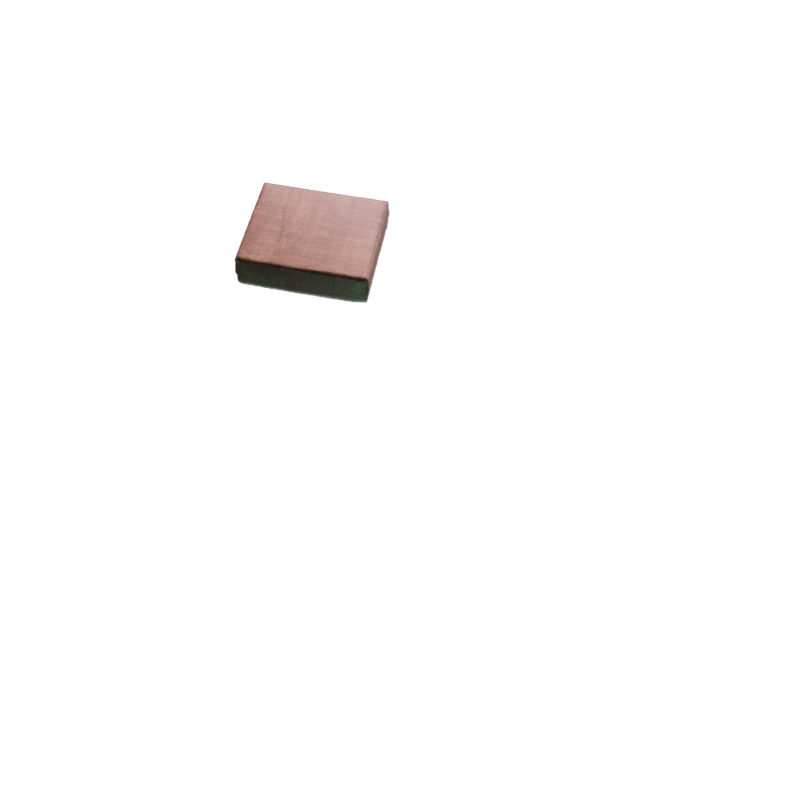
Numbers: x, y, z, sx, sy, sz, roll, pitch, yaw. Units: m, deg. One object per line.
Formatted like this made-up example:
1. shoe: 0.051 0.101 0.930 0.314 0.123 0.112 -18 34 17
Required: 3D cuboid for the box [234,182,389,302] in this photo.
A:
1. box: -0.073 -0.132 0.927 0.115 0.095 0.036 10 -36 7
